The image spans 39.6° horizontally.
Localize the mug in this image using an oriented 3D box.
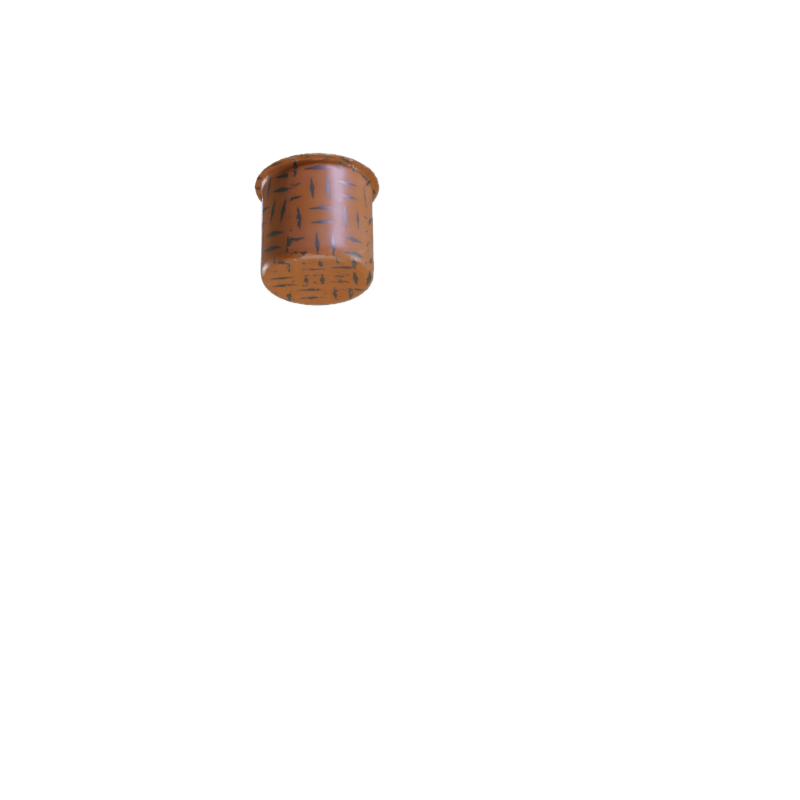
[{"bbox_3d":[-0.064,-0.117,0.820,0.091,0.086,0.113,6,-26,-15],"label":"mug"}]
